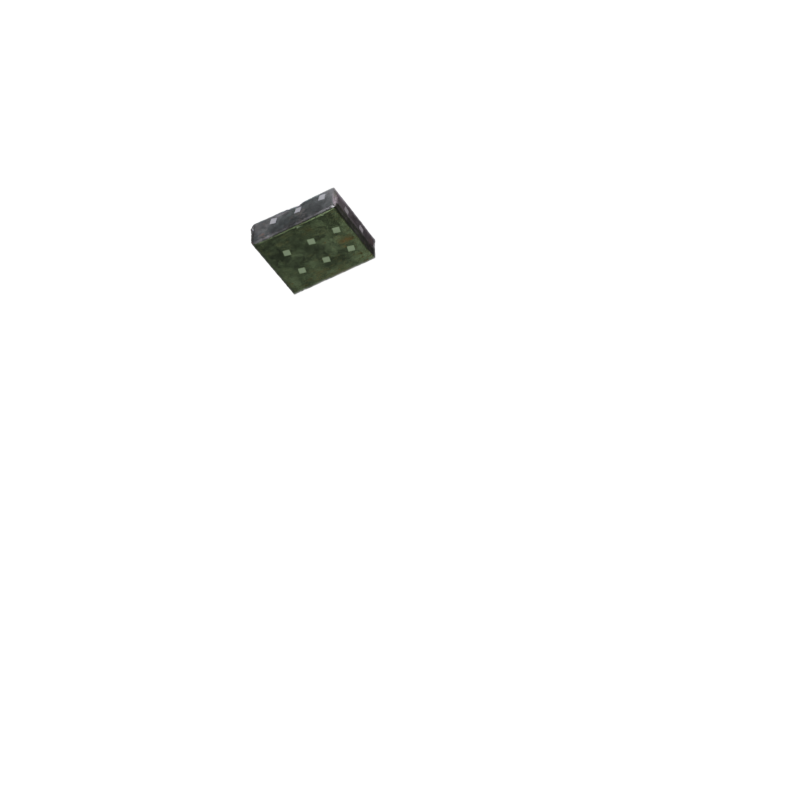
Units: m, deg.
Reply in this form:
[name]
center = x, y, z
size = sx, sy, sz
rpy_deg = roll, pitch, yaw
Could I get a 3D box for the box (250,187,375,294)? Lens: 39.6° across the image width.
[box]
center = -0.078, -0.141, 0.991
size = 0.090, 0.032, 0.068
rpy_deg = -22, -48, 21
